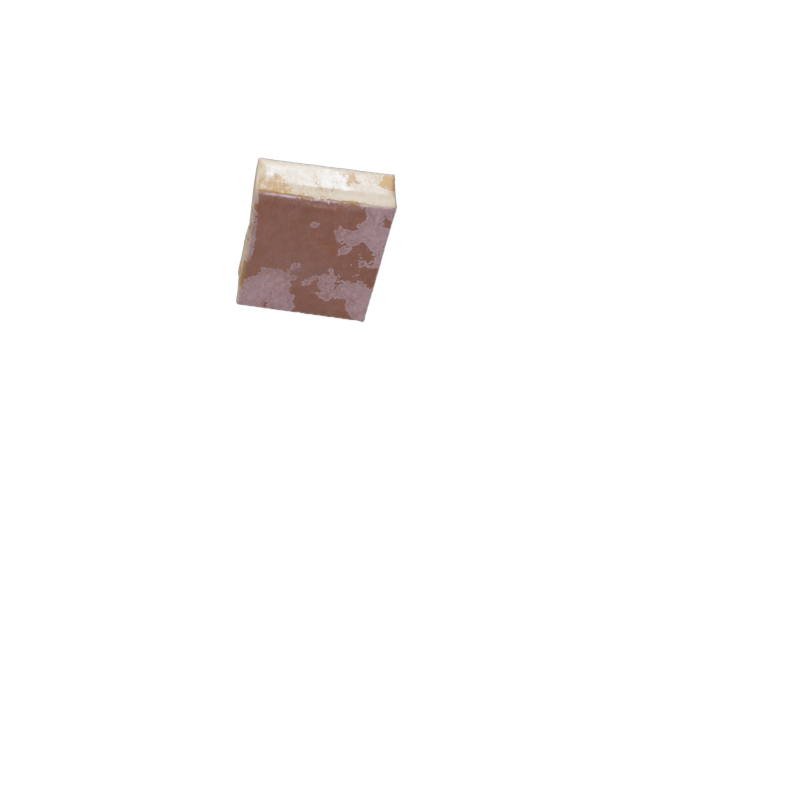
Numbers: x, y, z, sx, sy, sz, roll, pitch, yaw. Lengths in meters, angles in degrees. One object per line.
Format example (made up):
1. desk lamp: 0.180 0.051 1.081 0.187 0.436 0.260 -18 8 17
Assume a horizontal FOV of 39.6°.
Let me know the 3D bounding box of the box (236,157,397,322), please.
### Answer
1. box: -0.047 -0.085 0.596 0.072 0.032 0.084 7 -43 -9
